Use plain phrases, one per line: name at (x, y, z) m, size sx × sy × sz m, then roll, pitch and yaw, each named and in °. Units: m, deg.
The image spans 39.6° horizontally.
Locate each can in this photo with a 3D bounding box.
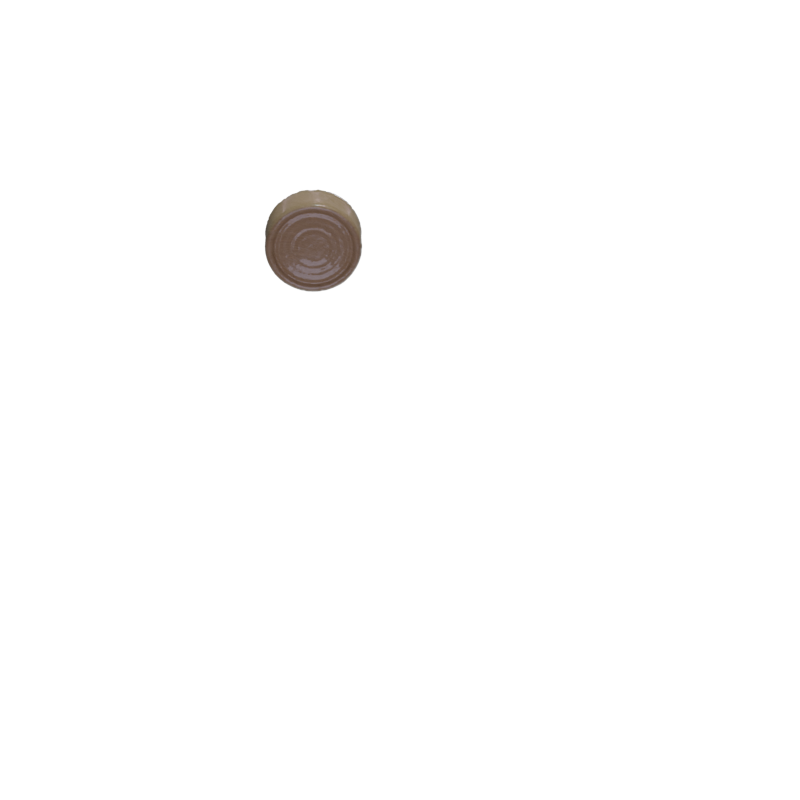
can at (-0.076, -0.139, 0.973) m, size 0.086 × 0.081 × 0.035 m, roll 1°, pitch 27°, yaw -1°
